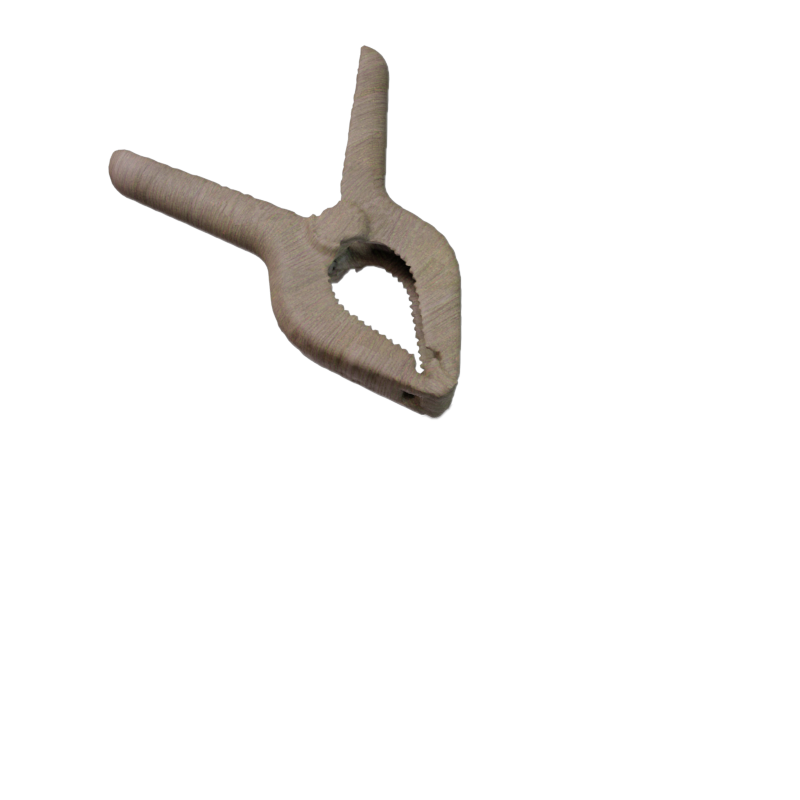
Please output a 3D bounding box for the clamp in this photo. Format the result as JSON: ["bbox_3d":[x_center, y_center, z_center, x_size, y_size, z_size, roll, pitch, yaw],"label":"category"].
[{"bbox_3d":[-0.044,-0.079,0.556,0.164,0.224,0.034,-21,-27,-12],"label":"clamp"}]
